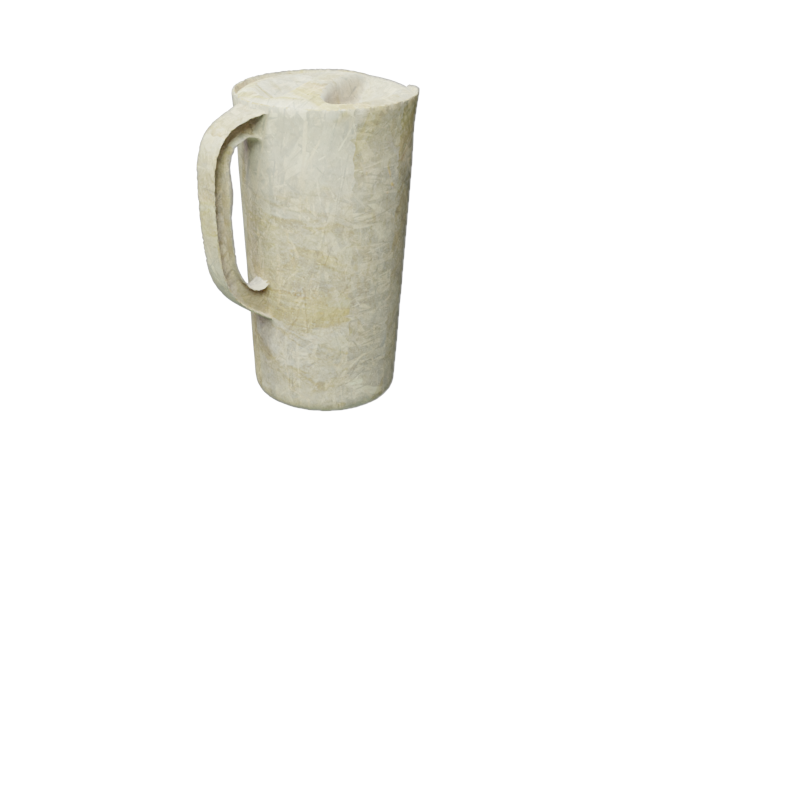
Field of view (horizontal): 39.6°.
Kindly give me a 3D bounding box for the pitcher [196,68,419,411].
[{"bbox_3d":[-0.064,-0.117,0.820,0.150,0.232,0.152,2,23,2],"label":"pitcher"}]
